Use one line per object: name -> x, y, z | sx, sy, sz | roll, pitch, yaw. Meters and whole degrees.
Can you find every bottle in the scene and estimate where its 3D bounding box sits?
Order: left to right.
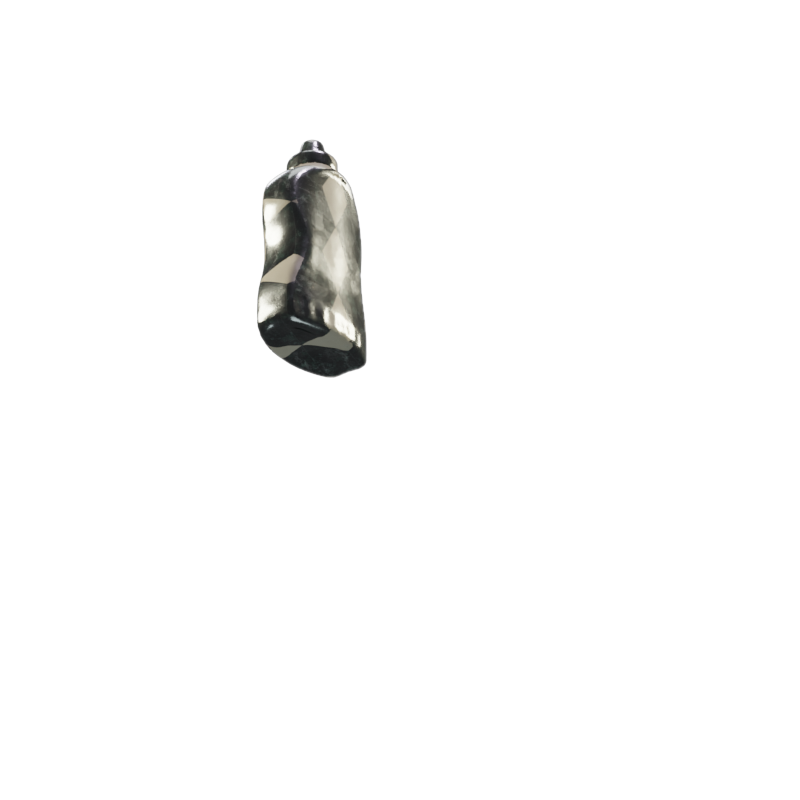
bottle -> -0.066, -0.120, 0.843 | 0.059, 0.205, 0.089 | -24, -38, 29
